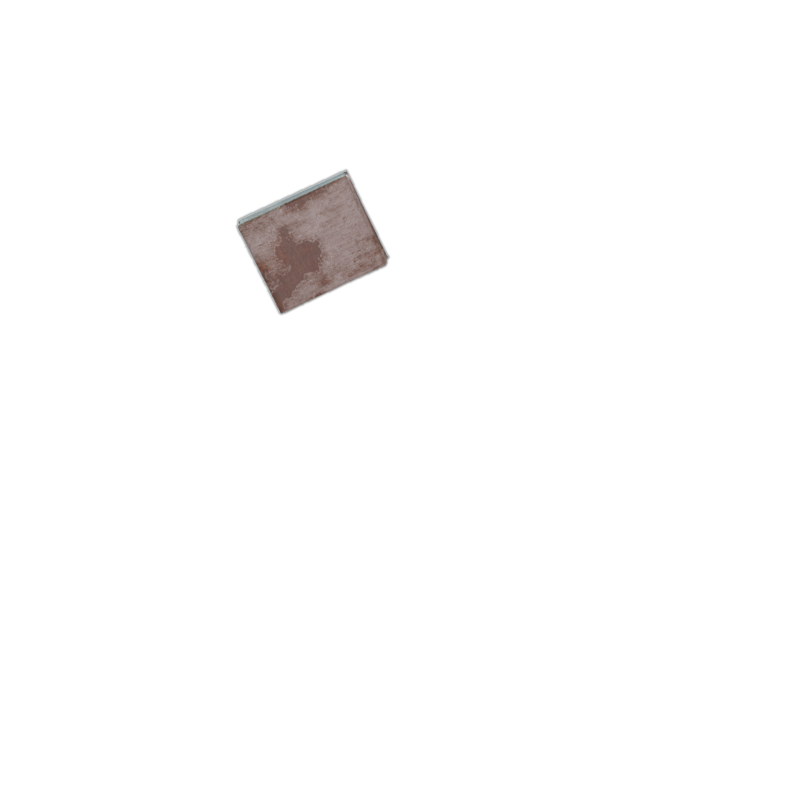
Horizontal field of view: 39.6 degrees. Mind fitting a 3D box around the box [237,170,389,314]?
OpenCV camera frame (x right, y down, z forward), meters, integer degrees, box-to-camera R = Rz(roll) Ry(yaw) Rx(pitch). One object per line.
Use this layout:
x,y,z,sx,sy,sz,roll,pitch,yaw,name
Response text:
-0.063,-0.115,0.804,0.089,0.071,0.031,-25,12,5,box
